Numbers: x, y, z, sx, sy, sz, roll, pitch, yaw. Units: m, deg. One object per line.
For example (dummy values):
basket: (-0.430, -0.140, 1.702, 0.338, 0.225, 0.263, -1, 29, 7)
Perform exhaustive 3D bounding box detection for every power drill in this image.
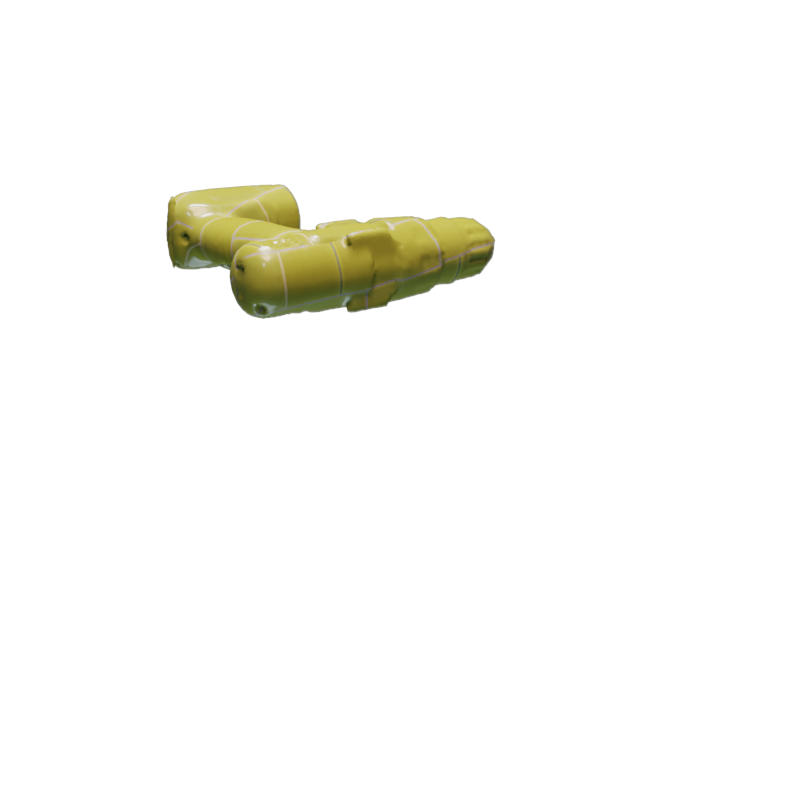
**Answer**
power drill: (-0.058, -0.105, 0.735, 0.180, 0.056, 0.199, -11, 20, -33)
